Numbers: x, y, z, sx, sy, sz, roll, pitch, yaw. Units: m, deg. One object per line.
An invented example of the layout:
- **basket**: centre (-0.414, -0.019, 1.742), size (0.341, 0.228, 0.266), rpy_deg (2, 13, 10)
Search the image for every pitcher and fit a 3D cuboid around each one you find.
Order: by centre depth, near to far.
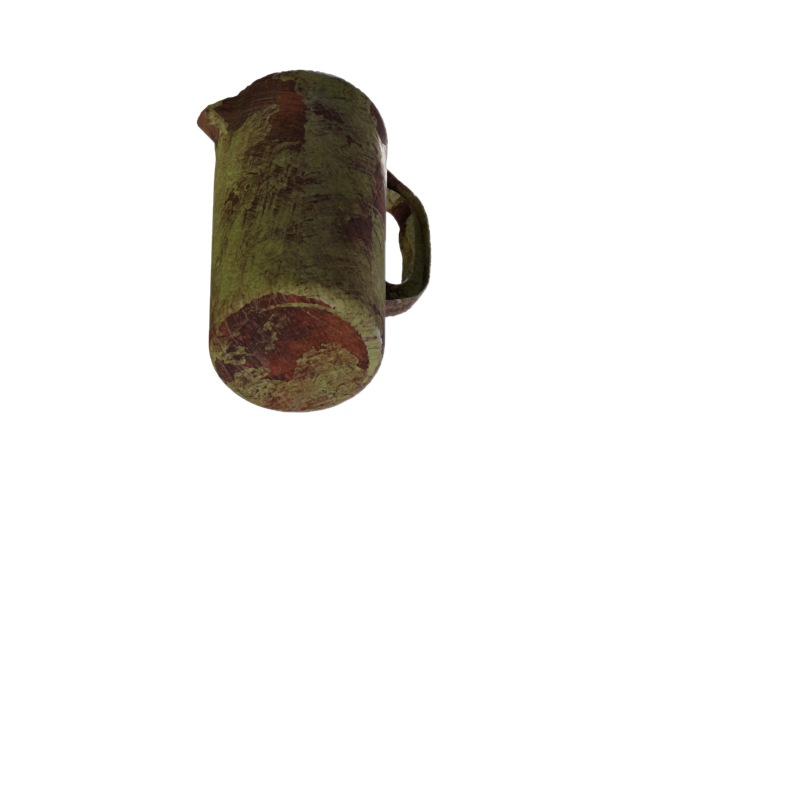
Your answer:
- **pitcher**: centre (-0.060, -0.109, 0.764), size (0.150, 0.134, 0.261), rpy_deg (-12, 42, 8)
